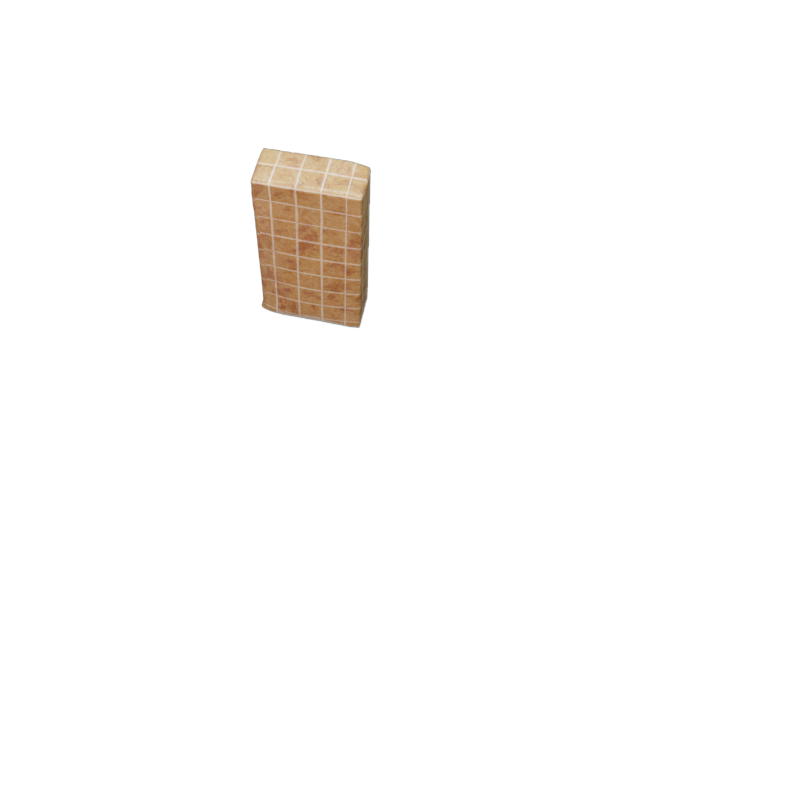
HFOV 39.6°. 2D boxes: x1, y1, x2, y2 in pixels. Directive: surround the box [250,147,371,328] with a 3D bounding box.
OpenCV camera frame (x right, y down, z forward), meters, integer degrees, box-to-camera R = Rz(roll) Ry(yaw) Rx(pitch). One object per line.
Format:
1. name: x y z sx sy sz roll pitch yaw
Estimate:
1. box: -0.074 -0.135 0.944 0.095 0.051 0.164 12 -36 6
